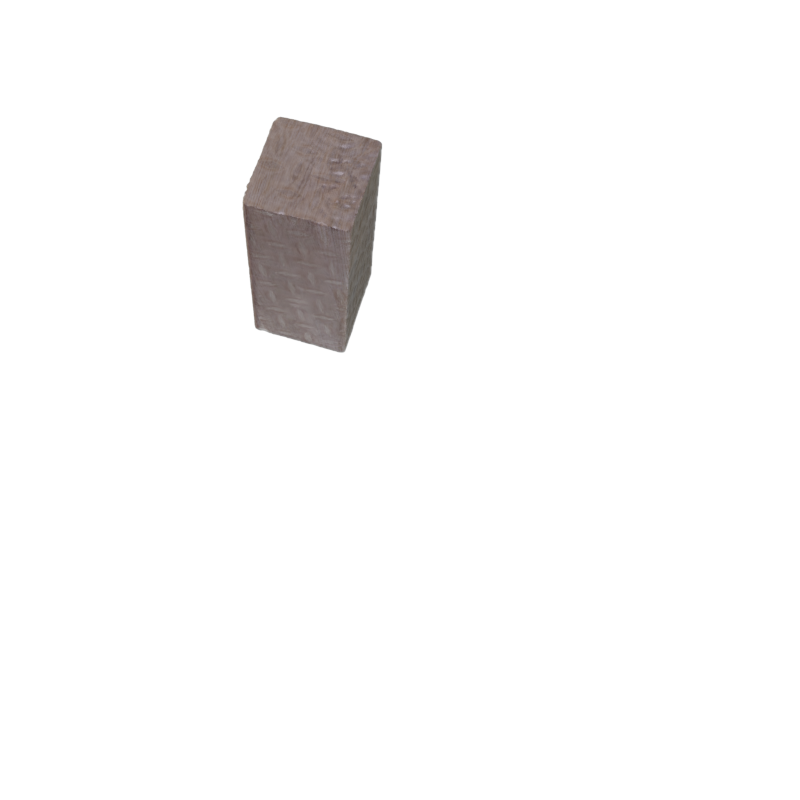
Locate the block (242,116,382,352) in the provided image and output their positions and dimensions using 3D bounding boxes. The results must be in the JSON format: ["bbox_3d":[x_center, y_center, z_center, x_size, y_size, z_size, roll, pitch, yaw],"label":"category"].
[{"bbox_3d":[-0.074,-0.134,0.938,0.091,0.095,0.195,16,-26,4],"label":"block"}]
